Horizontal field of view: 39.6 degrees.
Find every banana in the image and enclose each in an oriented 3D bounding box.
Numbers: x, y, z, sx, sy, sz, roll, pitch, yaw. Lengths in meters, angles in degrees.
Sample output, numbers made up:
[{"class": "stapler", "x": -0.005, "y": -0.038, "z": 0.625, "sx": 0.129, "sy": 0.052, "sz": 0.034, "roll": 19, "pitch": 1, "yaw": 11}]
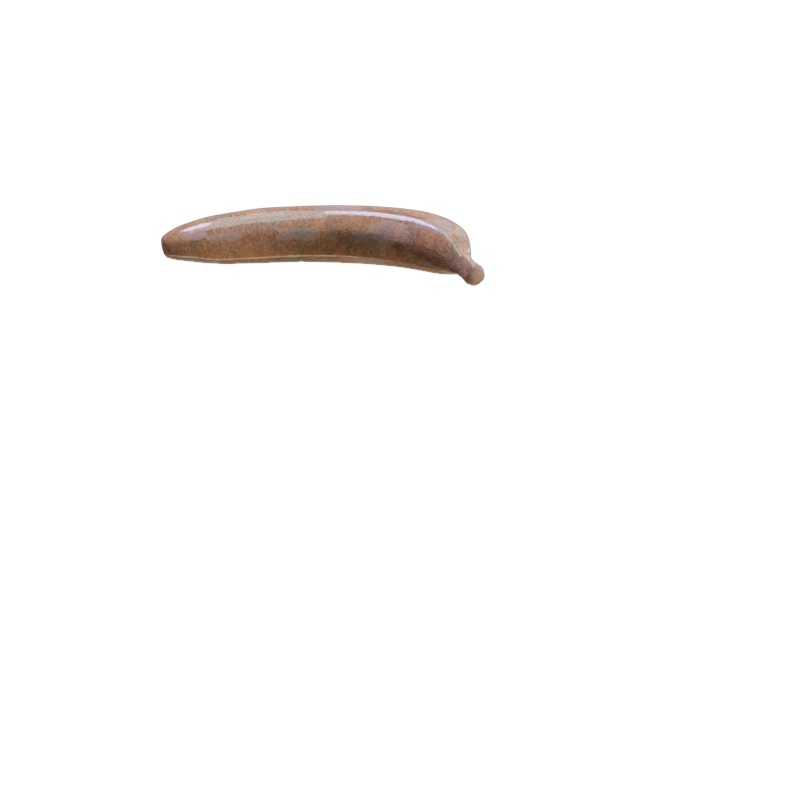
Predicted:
[{"class": "banana", "x": -0.042, "y": -0.097, "z": 0.665, "sx": 0.203, "sy": 0.036, "sz": 0.070, "roll": 5, "pitch": 15, "yaw": 18}]
